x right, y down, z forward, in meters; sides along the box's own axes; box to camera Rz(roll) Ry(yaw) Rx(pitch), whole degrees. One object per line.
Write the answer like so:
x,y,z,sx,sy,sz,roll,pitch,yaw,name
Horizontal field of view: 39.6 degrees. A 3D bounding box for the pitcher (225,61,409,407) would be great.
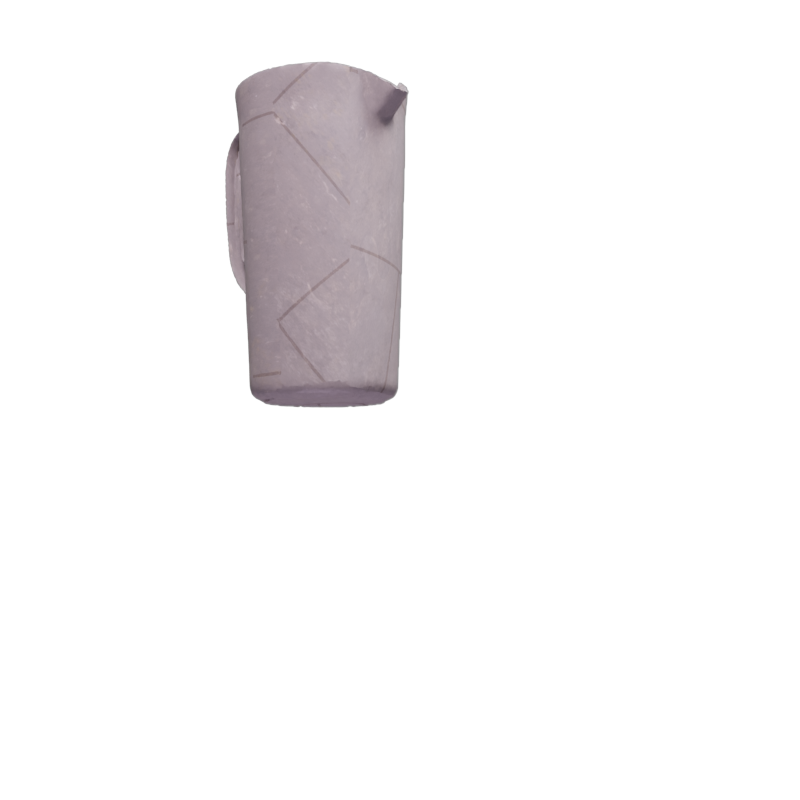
-0.065,-0.119,0.835,0.145,0.250,0.145,0,-10,-2,pitcher
